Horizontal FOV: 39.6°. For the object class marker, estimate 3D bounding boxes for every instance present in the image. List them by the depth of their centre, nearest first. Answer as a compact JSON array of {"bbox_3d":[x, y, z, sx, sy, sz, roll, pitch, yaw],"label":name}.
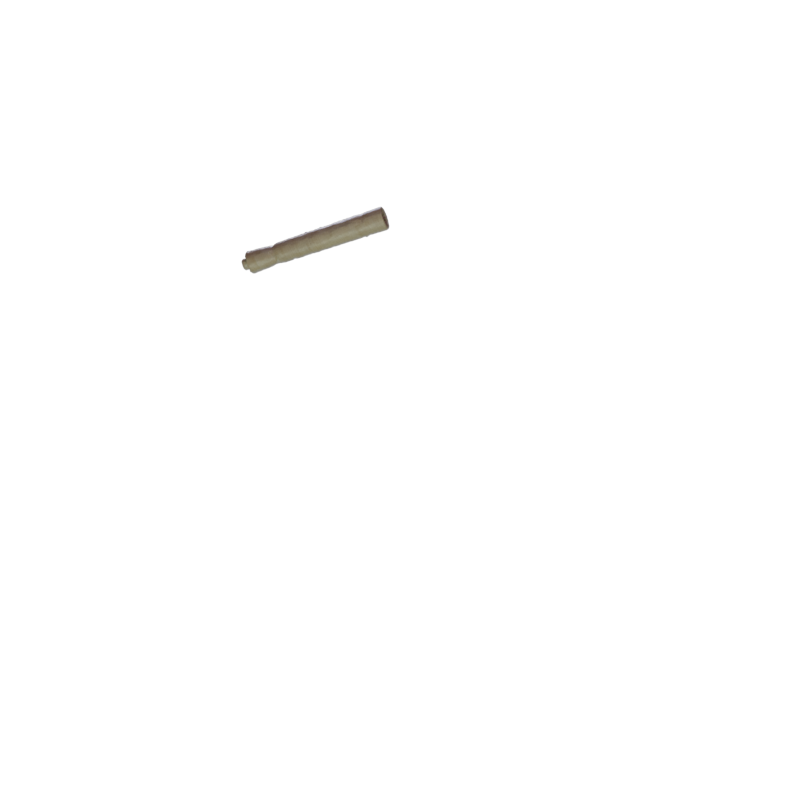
[{"bbox_3d":[-0.068,-0.124,0.870,0.122,0.020,0.019,-16,0,15],"label":"marker"}]
